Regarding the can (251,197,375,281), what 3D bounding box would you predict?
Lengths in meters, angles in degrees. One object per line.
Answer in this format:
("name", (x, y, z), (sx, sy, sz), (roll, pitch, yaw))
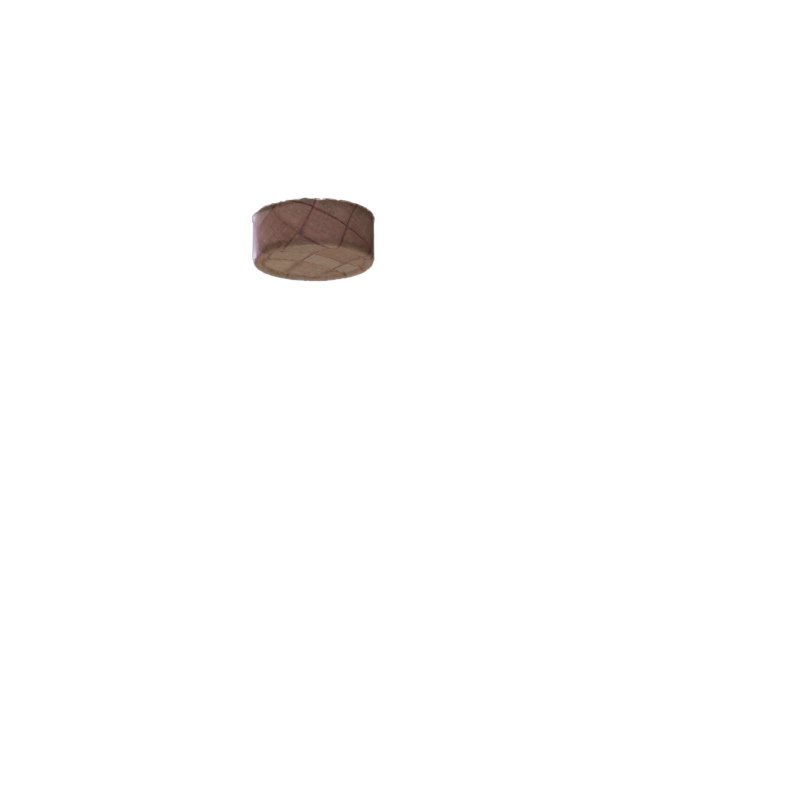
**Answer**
("can", (-0.060, -0.110, 0.768), (0.086, 0.035, 0.083), (0, -12, -2))
